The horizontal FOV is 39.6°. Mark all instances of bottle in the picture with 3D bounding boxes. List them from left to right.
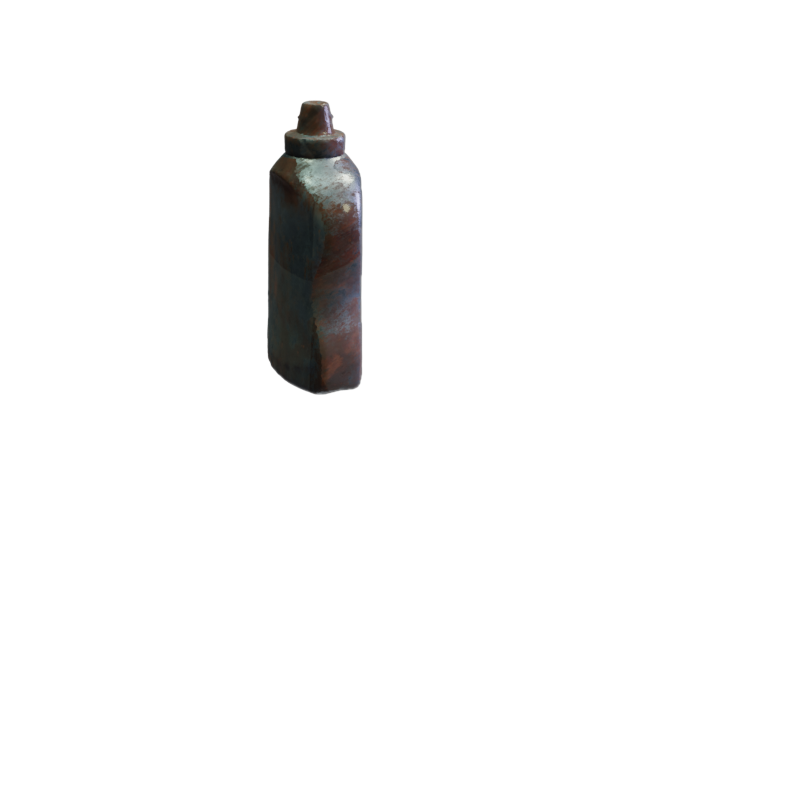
[{"bbox_3d":[-0.059,-0.108,0.758,0.057,0.184,0.102,-7,21,-23],"label":"bottle"}]
